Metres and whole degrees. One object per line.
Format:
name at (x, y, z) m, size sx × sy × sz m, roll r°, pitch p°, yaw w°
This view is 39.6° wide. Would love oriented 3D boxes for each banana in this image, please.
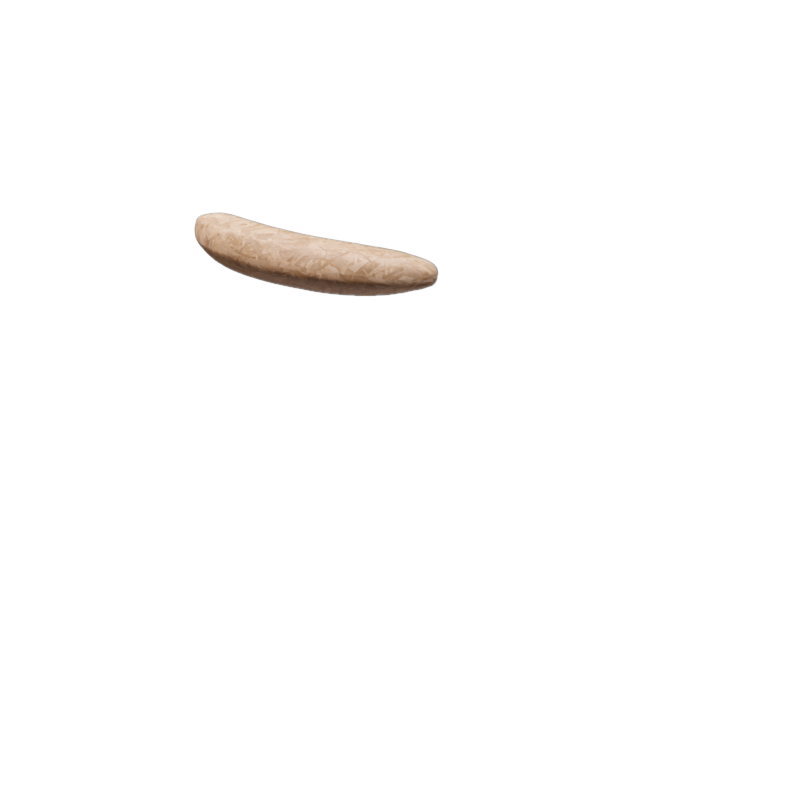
banana at (-0.074, -0.105, 0.773) m, size 0.208 × 0.035 × 0.070 m, roll 19°, pitch 35°, yaw 28°
